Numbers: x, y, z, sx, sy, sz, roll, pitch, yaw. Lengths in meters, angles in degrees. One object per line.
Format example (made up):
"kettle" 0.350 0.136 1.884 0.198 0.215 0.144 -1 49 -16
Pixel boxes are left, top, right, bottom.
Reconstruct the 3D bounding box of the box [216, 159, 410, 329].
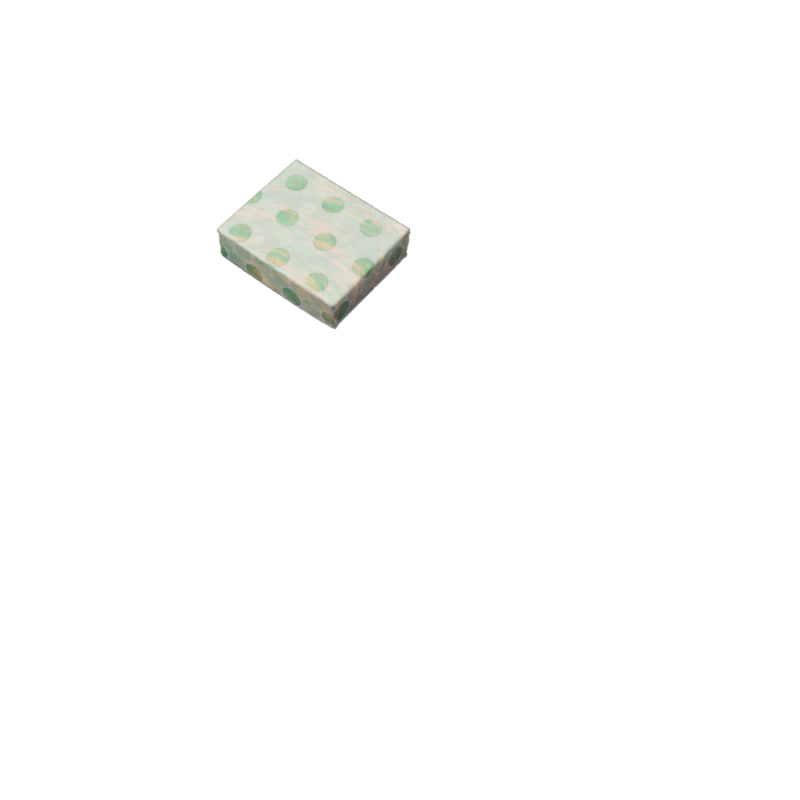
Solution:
"box" -0.064 -0.116 0.814 0.119 0.091 0.036 34 -28 20
